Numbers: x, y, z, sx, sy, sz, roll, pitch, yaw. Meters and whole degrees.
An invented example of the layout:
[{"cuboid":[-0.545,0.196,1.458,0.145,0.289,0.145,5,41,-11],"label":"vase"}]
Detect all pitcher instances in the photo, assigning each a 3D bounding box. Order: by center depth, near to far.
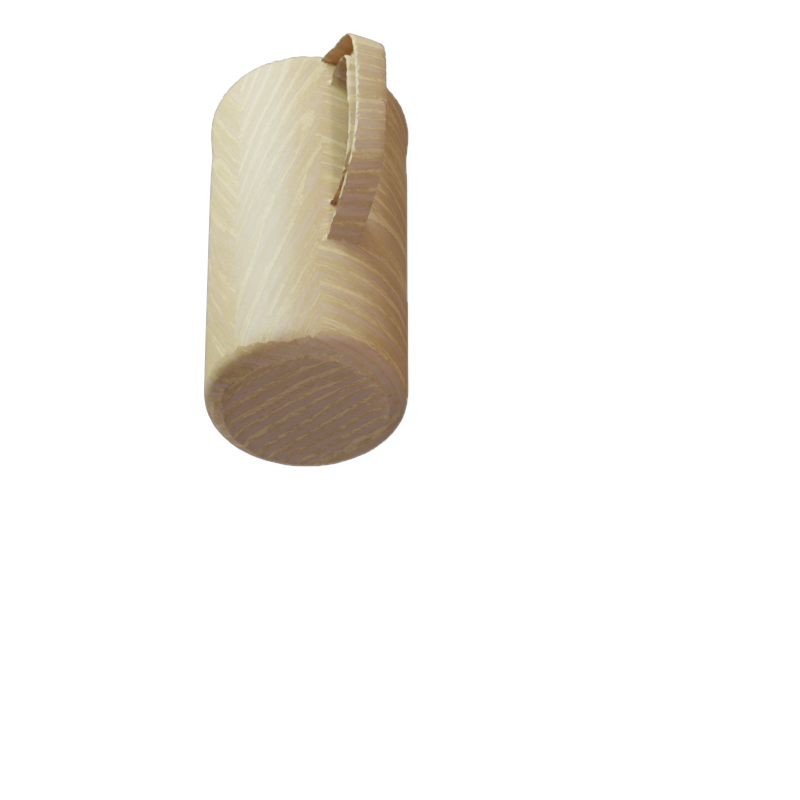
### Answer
[{"cuboid":[-0.051,-0.094,0.657,0.146,0.261,0.138,-17,-45,14],"label":"pitcher"}]
